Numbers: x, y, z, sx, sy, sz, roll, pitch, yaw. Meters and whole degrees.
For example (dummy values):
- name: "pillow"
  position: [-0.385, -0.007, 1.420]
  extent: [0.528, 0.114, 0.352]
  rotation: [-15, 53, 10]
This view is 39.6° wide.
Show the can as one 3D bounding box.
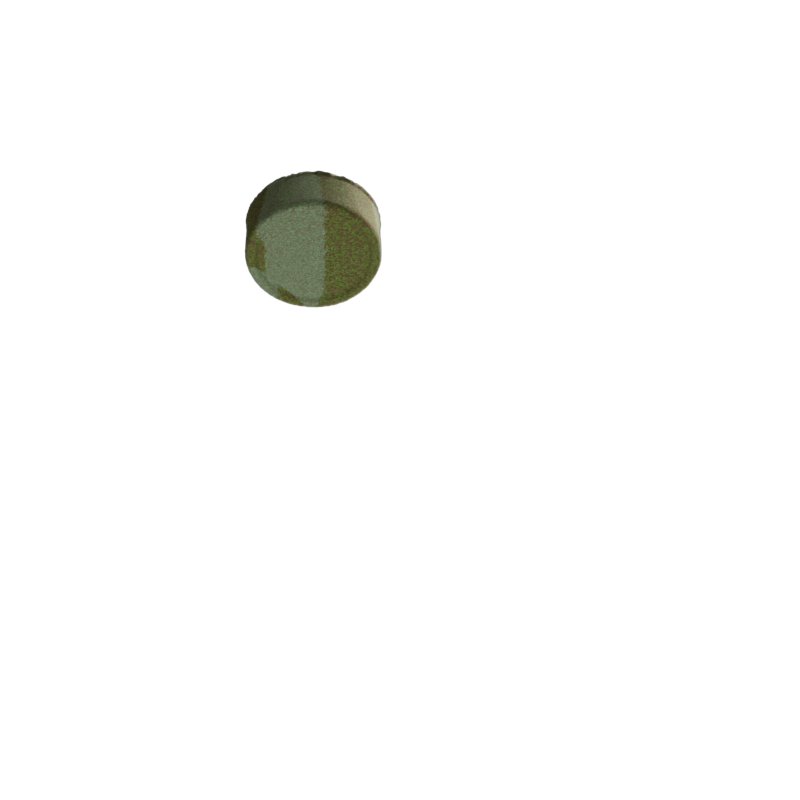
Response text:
- name: "can"
  position: [-0.054, -0.098, 0.690]
  extent: [0.086, 0.080, 0.036]
  rotation: [1, 44, -1]
